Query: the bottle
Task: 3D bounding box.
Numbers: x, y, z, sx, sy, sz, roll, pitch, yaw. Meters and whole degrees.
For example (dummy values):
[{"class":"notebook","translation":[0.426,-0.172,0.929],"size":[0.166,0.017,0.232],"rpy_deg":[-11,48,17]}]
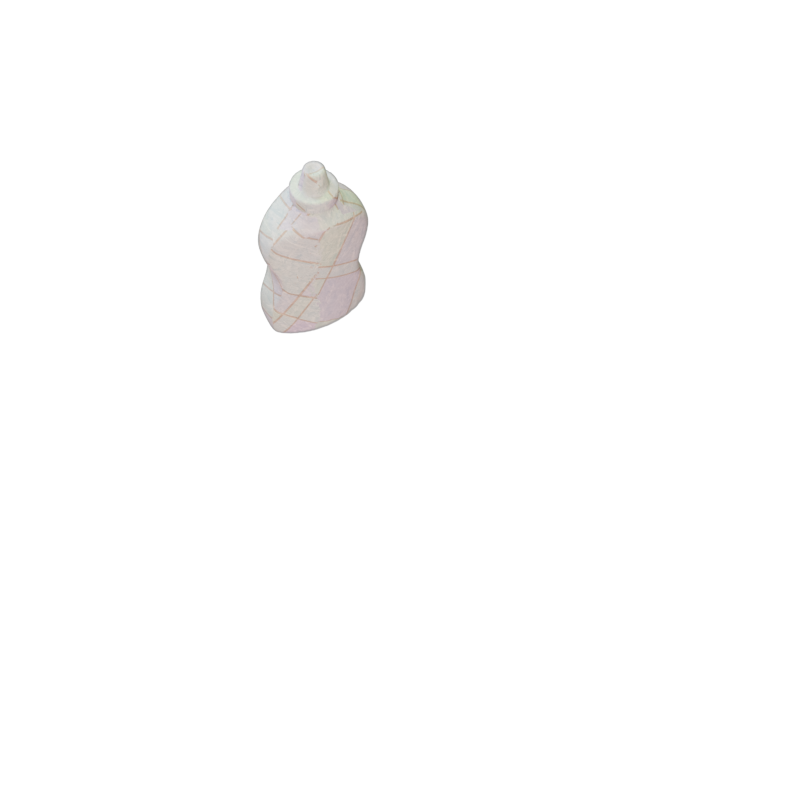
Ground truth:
[{"class":"bottle","translation":[-0.075,-0.136,0.957],"size":[0.095,0.063,0.179],"rpy_deg":[-20,-30,-16]}]
